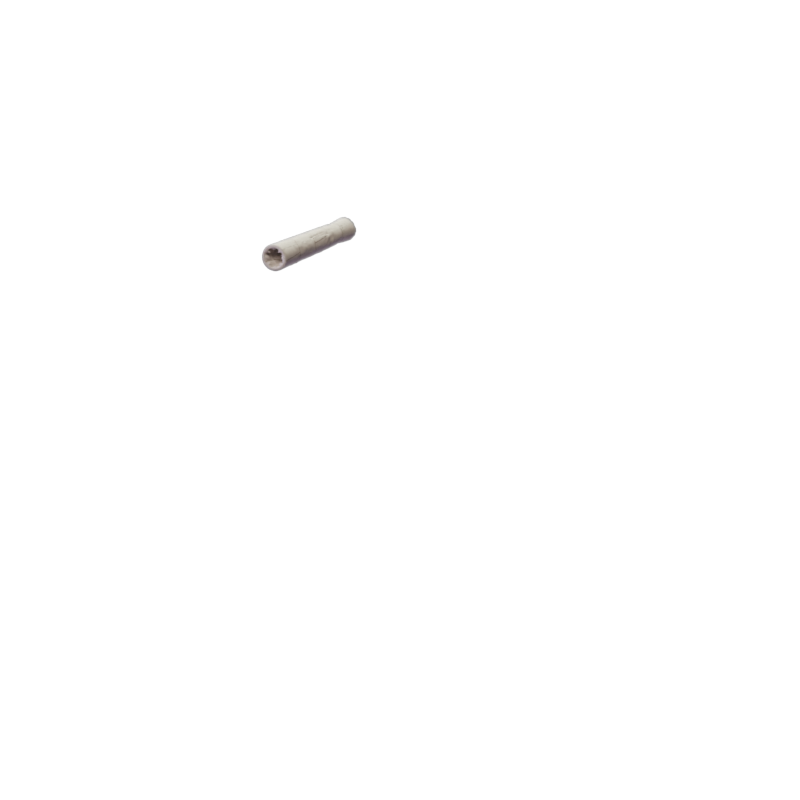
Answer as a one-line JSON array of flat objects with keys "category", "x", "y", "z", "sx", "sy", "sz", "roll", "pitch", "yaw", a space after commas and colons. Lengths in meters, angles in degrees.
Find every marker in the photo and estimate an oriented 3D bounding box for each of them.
[{"category": "marker", "x": -0.062, "y": -0.114, "z": 0.797, "sx": 0.020, "sy": 0.019, "sz": 0.121, "roll": 1, "pitch": 18, "yaw": 23}]
